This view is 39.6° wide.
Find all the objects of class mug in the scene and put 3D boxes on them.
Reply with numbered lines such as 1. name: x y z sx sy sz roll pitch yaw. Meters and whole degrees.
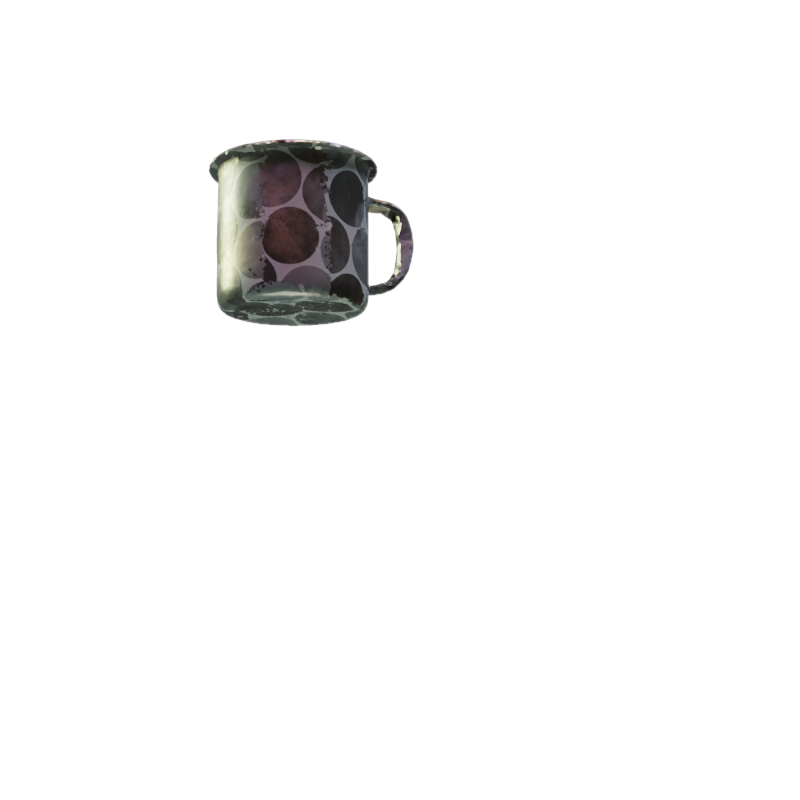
1. mug: -0.047 -0.086 0.606 0.113 0.084 0.093 5 -13 -24
